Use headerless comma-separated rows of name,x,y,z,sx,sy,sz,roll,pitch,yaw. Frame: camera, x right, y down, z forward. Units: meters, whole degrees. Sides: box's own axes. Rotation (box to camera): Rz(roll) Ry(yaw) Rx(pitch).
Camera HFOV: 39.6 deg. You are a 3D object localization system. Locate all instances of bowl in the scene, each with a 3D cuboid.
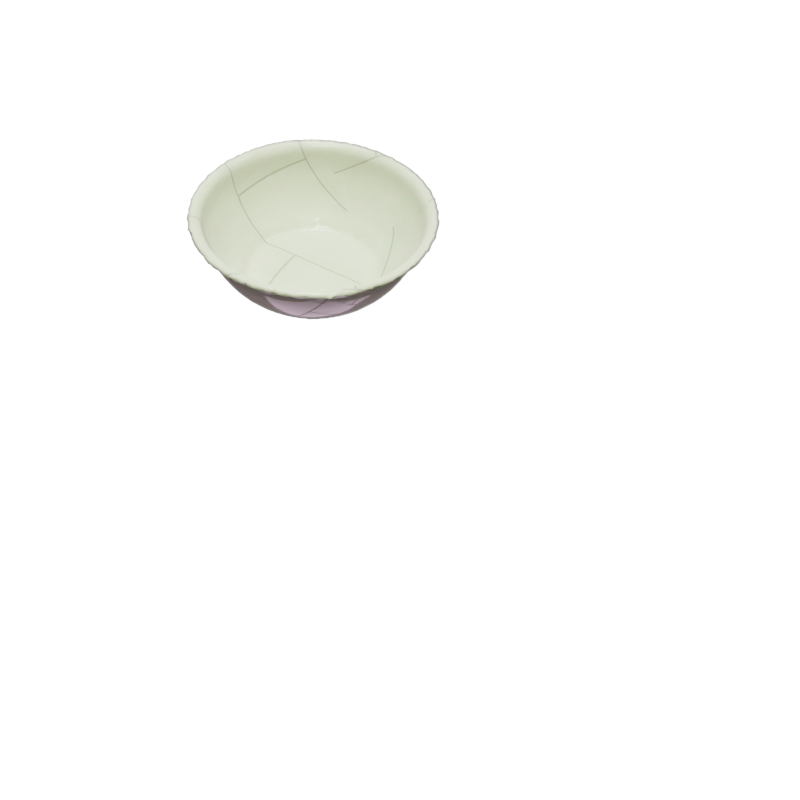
bowl,-0.057,-0.104,0.730,0.162,0.051,0.174,-1,45,-1
